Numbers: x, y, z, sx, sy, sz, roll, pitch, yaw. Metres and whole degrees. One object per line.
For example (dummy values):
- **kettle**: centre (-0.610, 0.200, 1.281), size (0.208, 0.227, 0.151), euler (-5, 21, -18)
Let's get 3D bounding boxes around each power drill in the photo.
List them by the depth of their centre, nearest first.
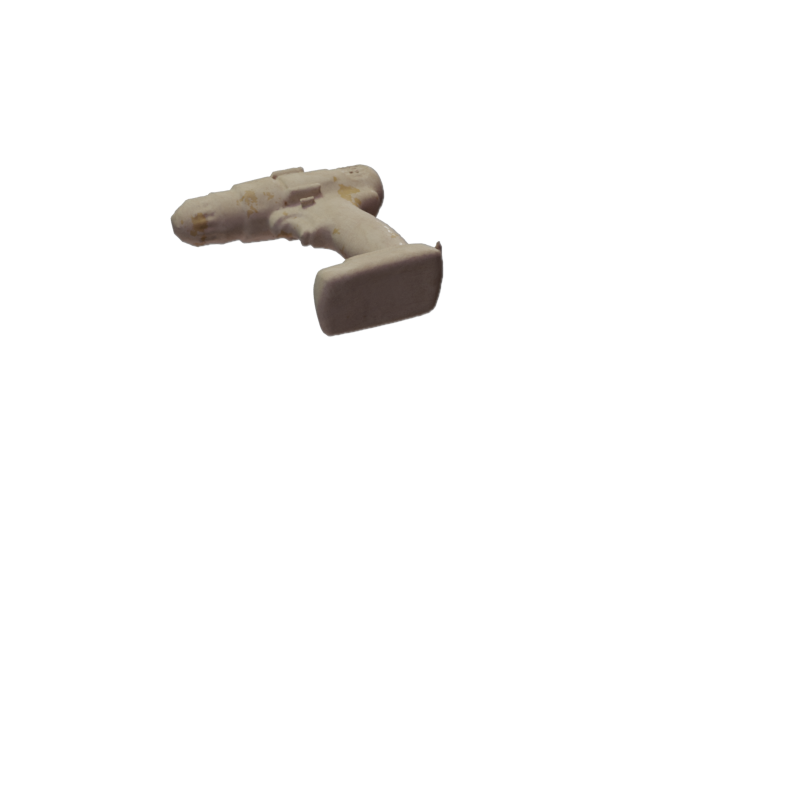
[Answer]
- **power drill**: centre (-0.068, -0.124, 0.867), size (0.182, 0.054, 0.203), euler (-16, 39, -21)
